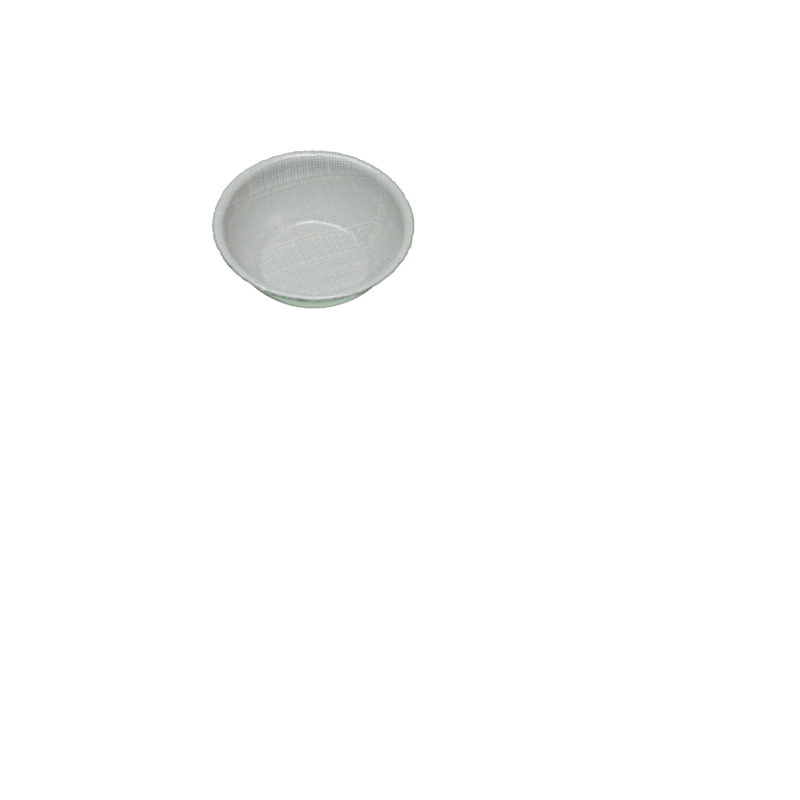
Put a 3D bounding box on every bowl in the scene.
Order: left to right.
[{"bbox_3d":[-0.071,-0.129,0.907,0.162,0.174,0.051,-1,-37,-1],"label":"bowl"}]
